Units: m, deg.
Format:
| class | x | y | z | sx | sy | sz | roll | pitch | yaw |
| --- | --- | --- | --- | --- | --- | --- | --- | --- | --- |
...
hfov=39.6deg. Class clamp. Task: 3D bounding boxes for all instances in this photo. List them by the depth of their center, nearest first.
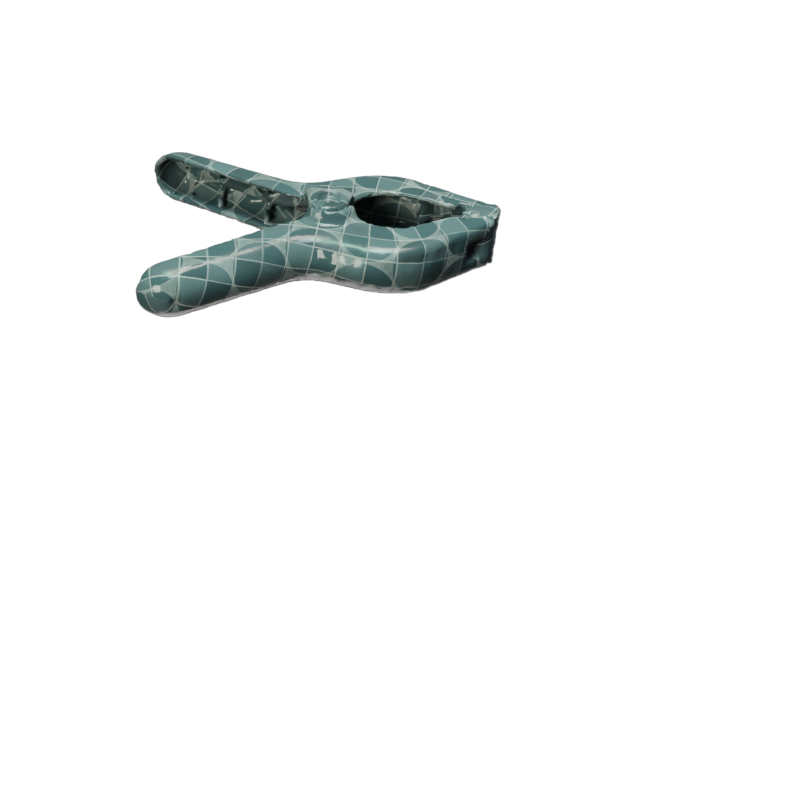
| class | x | y | z | sx | sy | sz | roll | pitch | yaw |
| --- | --- | --- | --- | --- | --- | --- | --- | --- | --- |
| clamp | -0.040 | -0.073 | 0.511 | 0.172 | 0.037 | 0.128 | 4 | 43 | 4 |
